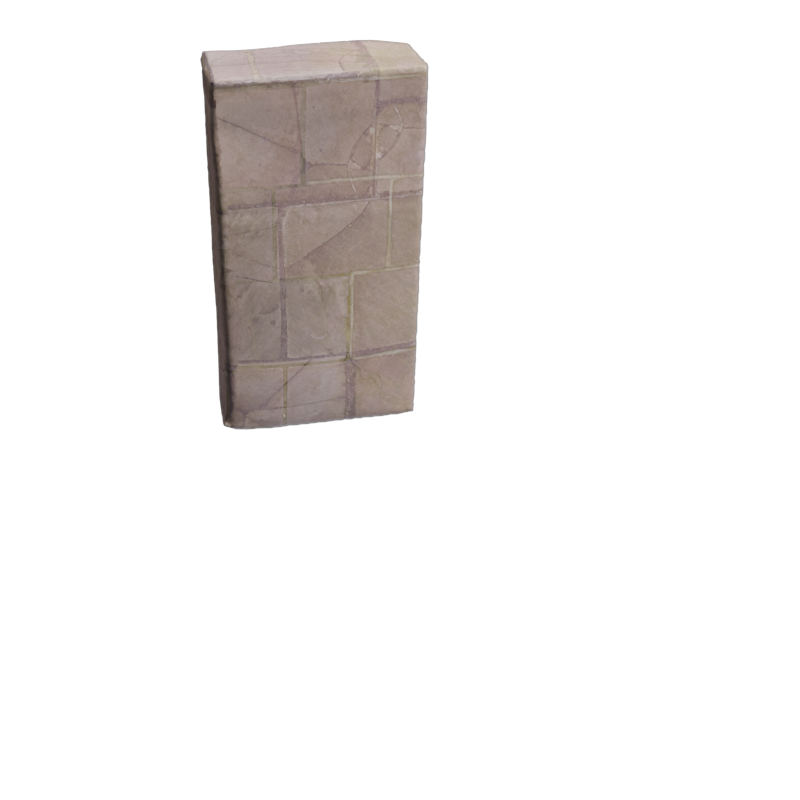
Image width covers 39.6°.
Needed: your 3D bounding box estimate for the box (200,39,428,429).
[{"bbox_3d":[-0.039,-0.072,0.502,0.092,0.166,0.051,-4,28,-11],"label":"box"}]
